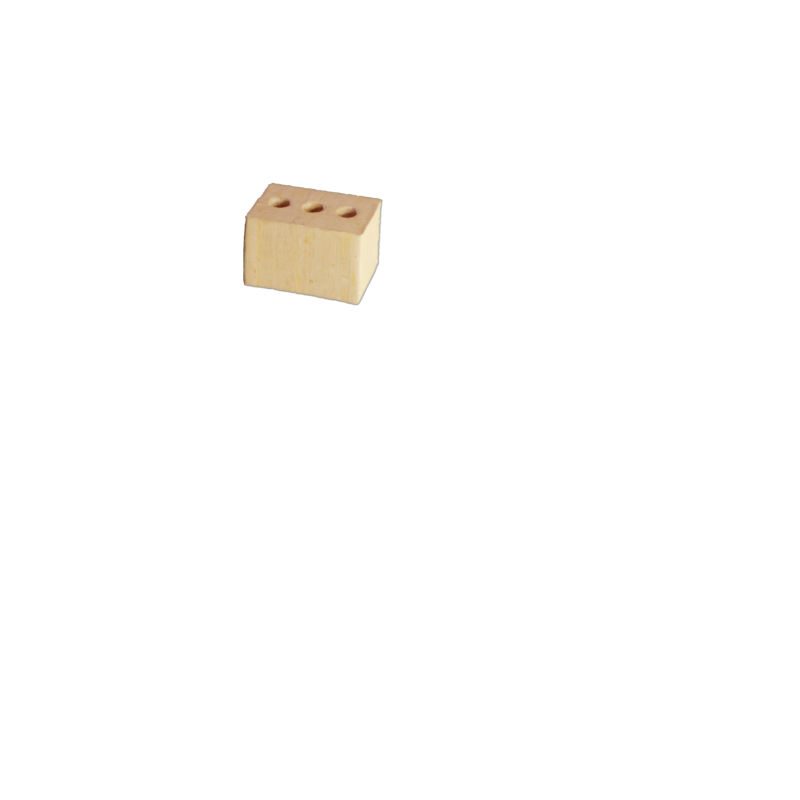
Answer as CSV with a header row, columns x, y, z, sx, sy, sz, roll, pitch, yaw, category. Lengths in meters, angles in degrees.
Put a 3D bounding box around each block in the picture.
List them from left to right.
x,y,z,sx,sy,sz,roll,pitch,yaw,category
-0.055,-0.100,0.703,0.080,0.048,0.055,10,35,13,block
